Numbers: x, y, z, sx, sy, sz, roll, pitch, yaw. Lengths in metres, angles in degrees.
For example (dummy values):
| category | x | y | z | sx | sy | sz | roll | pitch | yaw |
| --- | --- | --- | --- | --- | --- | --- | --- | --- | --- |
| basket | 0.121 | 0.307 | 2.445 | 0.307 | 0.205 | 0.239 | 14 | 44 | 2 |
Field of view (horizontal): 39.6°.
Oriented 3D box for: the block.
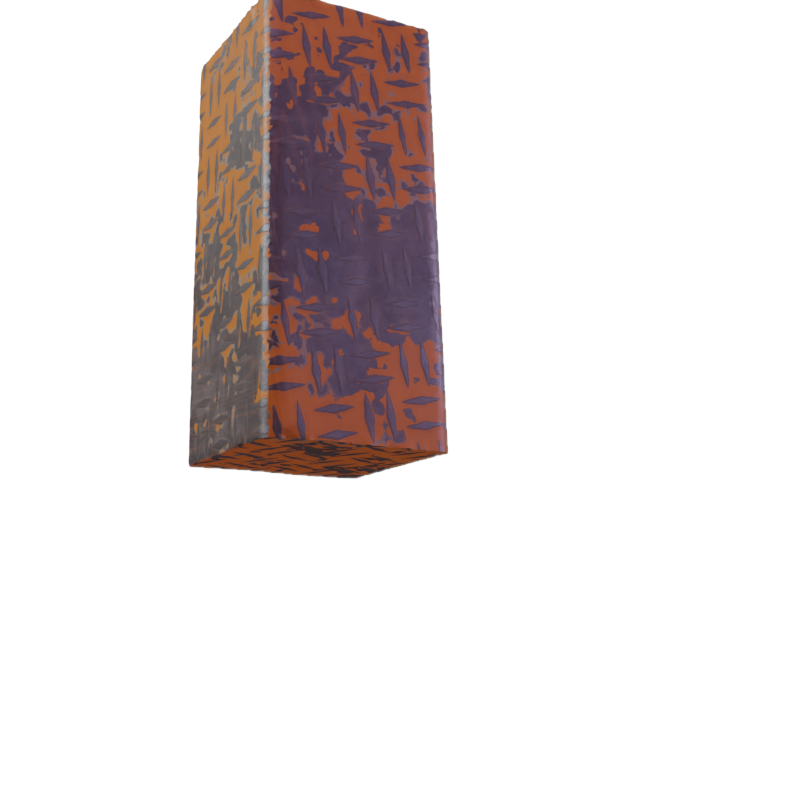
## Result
| category | x | y | z | sx | sy | sz | roll | pitch | yaw |
| --- | --- | --- | --- | --- | --- | --- | --- | --- | --- |
| block | -0.042 | -0.075 | 0.526 | 0.087 | 0.216 | 0.090 | 9 | -21 | -28 |
